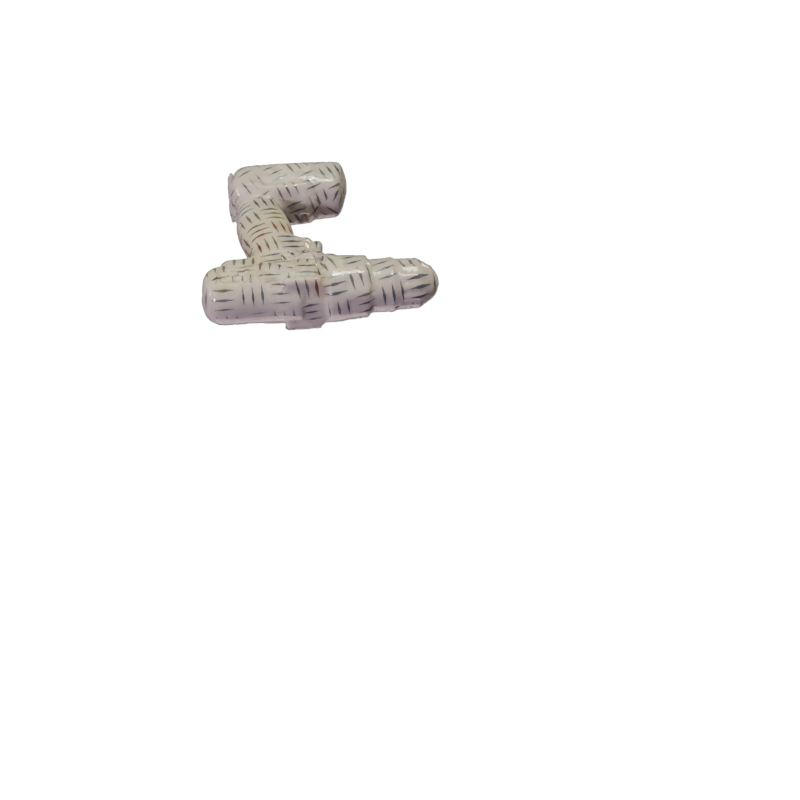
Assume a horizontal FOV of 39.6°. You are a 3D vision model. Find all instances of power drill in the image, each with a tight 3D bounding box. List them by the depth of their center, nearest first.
[{"bbox_3d":[-0.072,-0.131,0.920,0.183,0.054,0.201,-4,37,-5],"label":"power drill"}]
